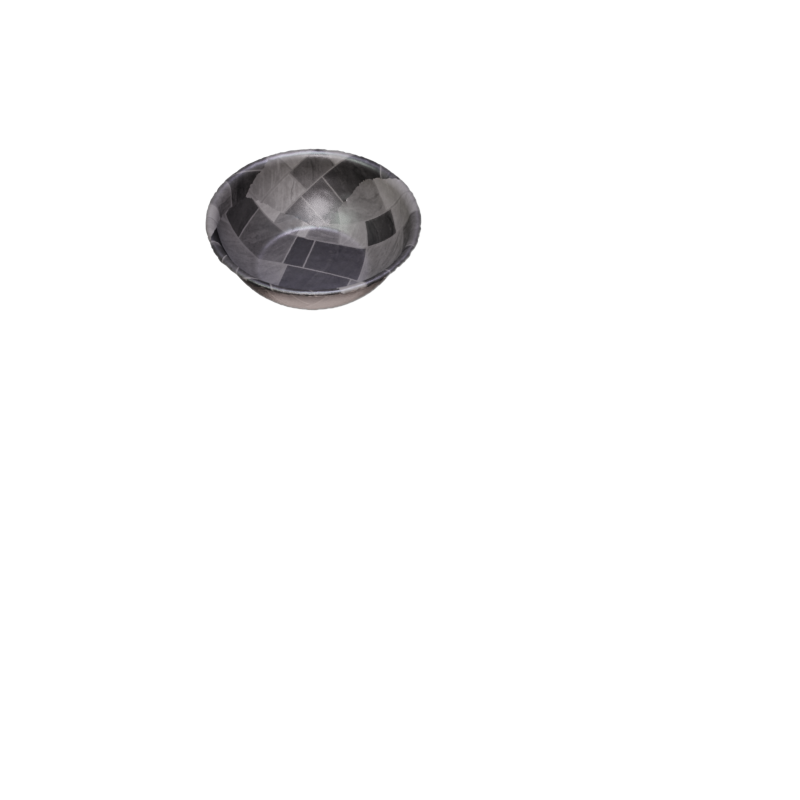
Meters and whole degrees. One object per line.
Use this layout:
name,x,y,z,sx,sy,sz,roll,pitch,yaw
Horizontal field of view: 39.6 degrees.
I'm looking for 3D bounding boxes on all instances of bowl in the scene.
bowl,-0.066,-0.121,0.848,0.162,0.174,0.051,-1,-42,-1
